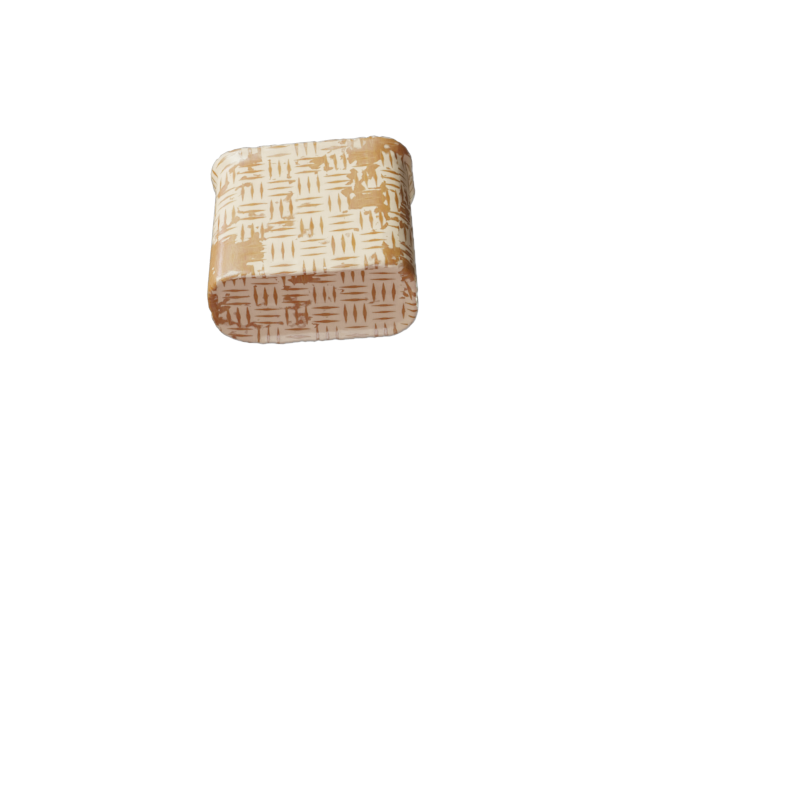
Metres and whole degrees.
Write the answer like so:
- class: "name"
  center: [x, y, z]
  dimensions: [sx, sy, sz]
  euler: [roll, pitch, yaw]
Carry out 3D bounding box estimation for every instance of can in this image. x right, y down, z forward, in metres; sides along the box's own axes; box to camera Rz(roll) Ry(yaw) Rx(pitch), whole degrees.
- class: "can"
  center: [-0.042, -0.076, 0.535]
  dimensions: [0.102, 0.090, 0.053]
  euler: [-5, -40, 4]
